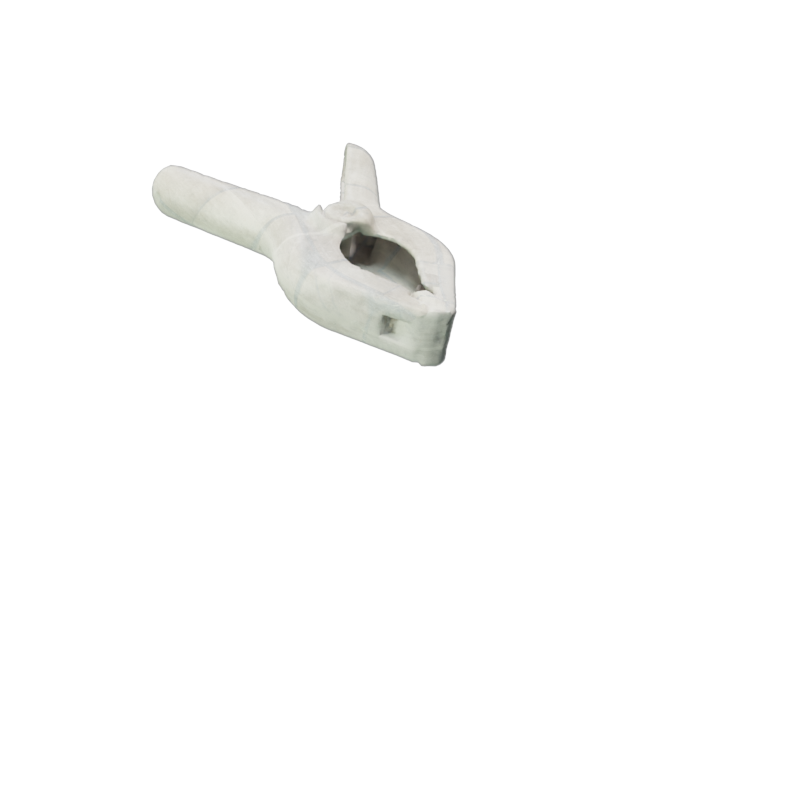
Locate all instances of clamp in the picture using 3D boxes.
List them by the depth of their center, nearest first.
[{"bbox_3d":[-0.039,-0.072,0.504,0.118,0.037,0.185,-13,36,-19],"label":"clamp"}]
